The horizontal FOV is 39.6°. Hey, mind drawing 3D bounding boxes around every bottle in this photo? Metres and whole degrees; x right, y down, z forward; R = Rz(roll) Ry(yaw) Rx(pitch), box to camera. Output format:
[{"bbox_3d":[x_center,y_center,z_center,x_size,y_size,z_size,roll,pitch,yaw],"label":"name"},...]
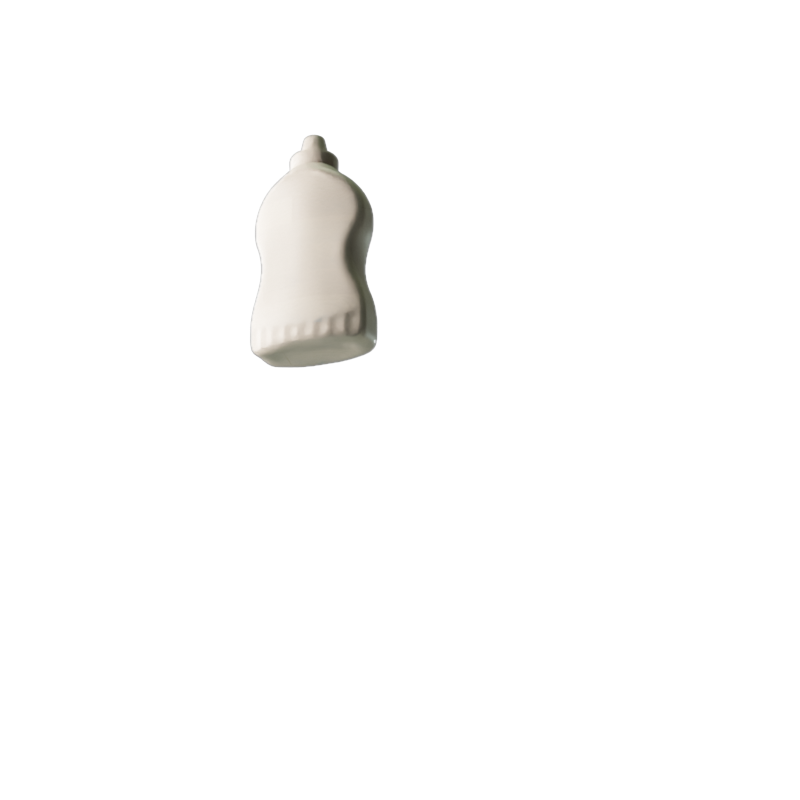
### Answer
[{"bbox_3d":[-0.069,-0.126,0.881,0.097,0.203,0.054,-12,-26,21],"label":"bottle"}]
